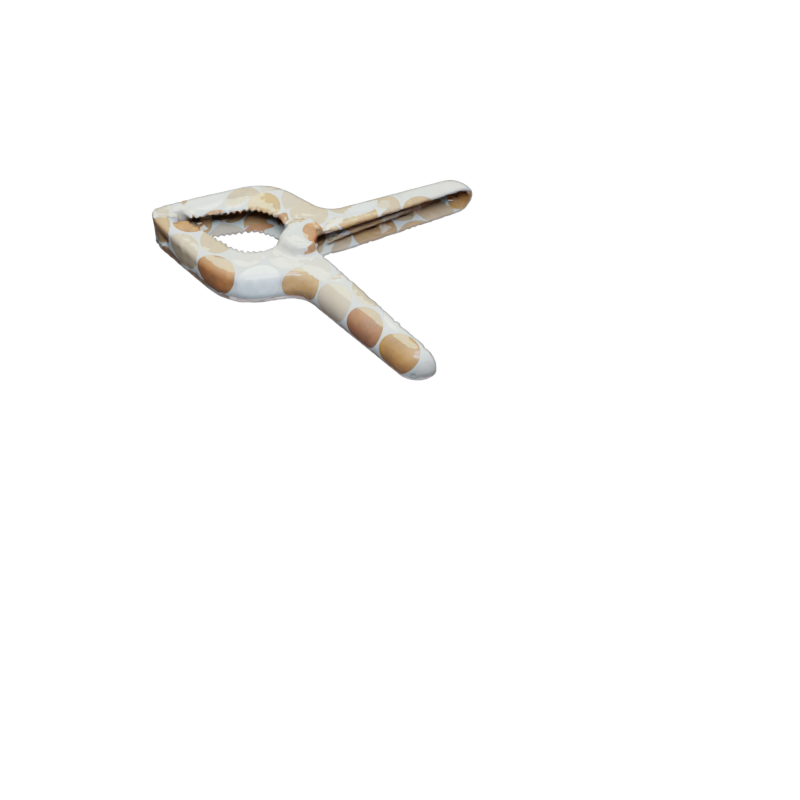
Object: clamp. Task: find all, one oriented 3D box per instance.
[{"bbox_3d":[-0.057,-0.104,0.728,0.215,0.172,0.034,15,-39,13],"label":"clamp"}]
